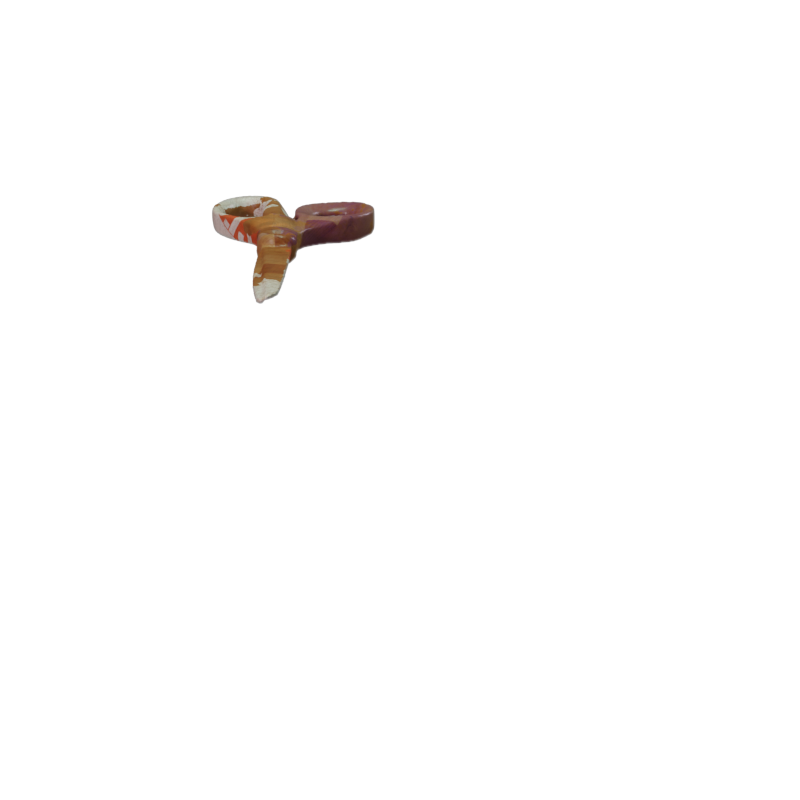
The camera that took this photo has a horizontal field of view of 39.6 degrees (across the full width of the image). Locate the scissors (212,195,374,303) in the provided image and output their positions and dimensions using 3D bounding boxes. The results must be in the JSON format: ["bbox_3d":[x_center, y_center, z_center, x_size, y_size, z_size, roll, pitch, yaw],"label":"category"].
[{"bbox_3d":[-0.042,-0.077,0.537,0.094,0.015,0.213,-6,21,-16],"label":"scissors"}]
